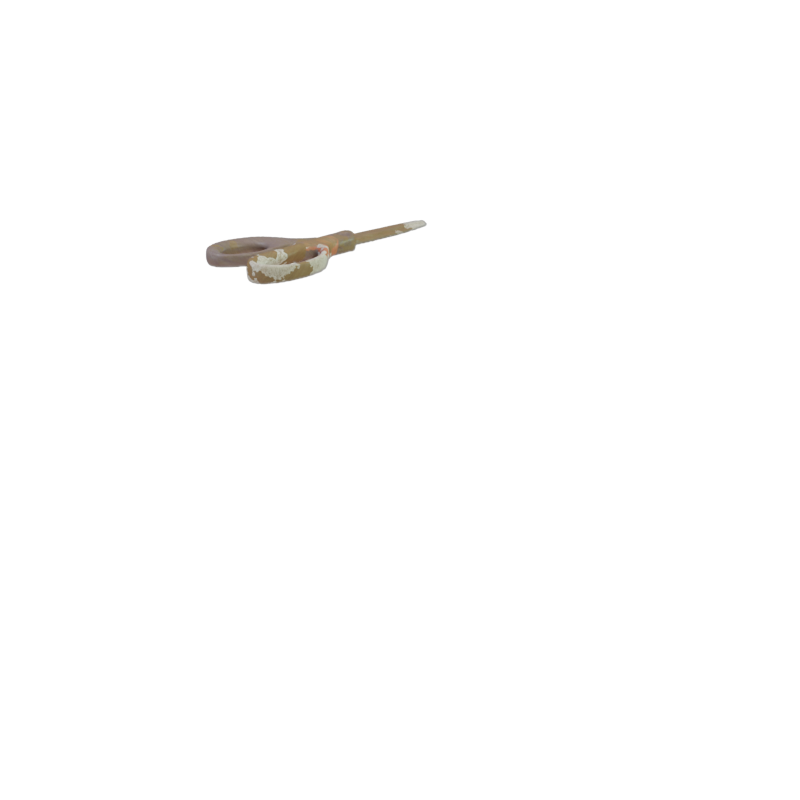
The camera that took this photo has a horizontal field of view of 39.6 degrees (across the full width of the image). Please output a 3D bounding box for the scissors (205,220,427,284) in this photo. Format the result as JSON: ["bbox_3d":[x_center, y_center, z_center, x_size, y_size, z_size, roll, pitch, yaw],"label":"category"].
[{"bbox_3d":[-0.063,-0.116,0.809,0.100,0.015,0.202,9,22,23],"label":"scissors"}]
